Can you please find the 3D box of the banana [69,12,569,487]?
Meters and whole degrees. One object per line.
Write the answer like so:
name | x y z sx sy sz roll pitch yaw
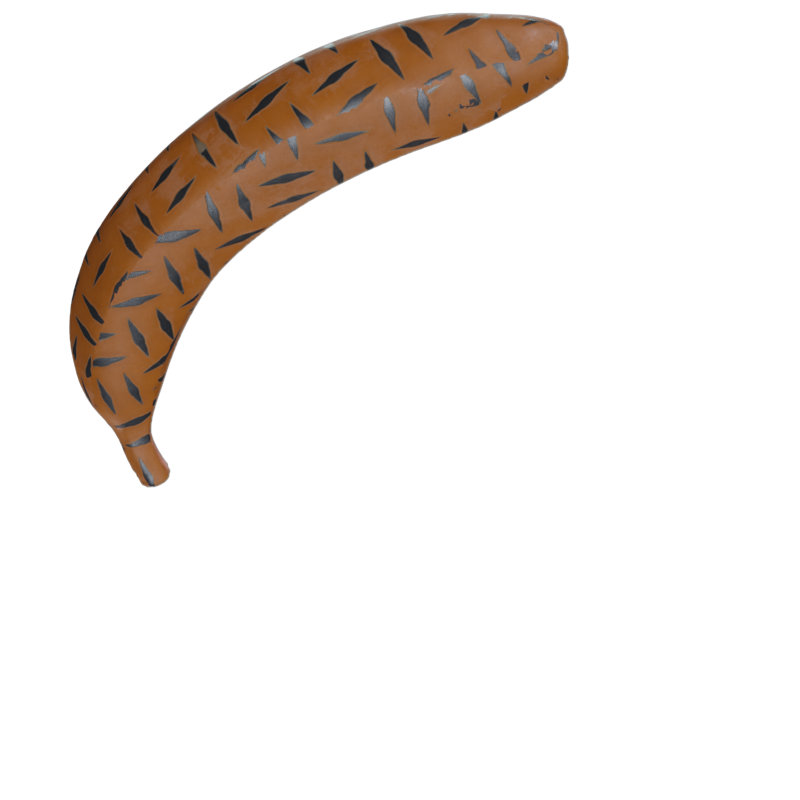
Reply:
banana | -0.042 -0.054 0.327 0.066 0.194 0.039 35 28 -24
